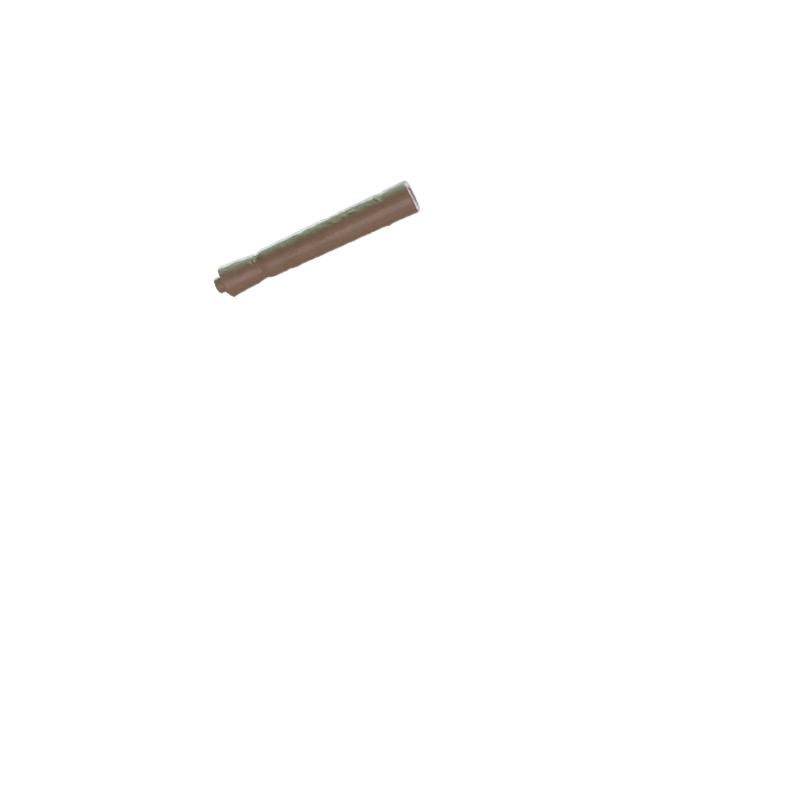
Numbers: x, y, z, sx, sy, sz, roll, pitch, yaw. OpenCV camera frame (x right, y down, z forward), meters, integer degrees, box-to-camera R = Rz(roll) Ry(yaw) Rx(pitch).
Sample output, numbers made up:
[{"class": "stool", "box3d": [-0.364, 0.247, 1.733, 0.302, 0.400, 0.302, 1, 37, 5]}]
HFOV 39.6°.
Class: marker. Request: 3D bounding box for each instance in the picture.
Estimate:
[{"class": "marker", "box3d": [-0.048, -0.087, 0.609, 0.121, 0.020, 0.020, -23, -1, 12]}]
